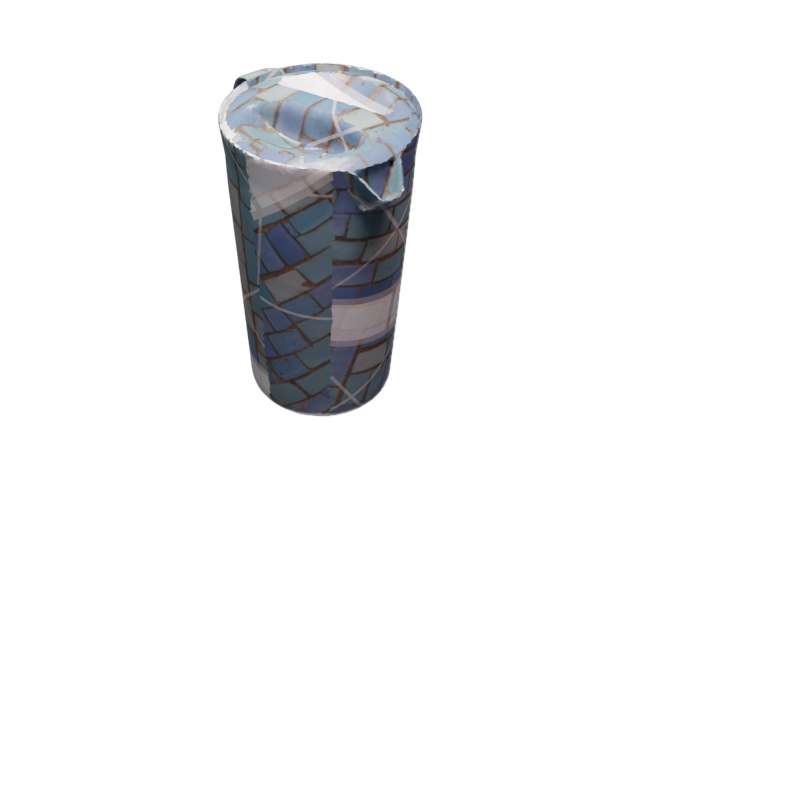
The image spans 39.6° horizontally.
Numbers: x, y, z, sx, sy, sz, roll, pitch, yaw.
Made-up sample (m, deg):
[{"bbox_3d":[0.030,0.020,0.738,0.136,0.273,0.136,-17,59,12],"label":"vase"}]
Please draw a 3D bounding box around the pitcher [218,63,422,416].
[{"bbox_3d":[-0.062,-0.114,0.798,0.147,0.227,0.158,8,42,6],"label":"pitcher"}]
